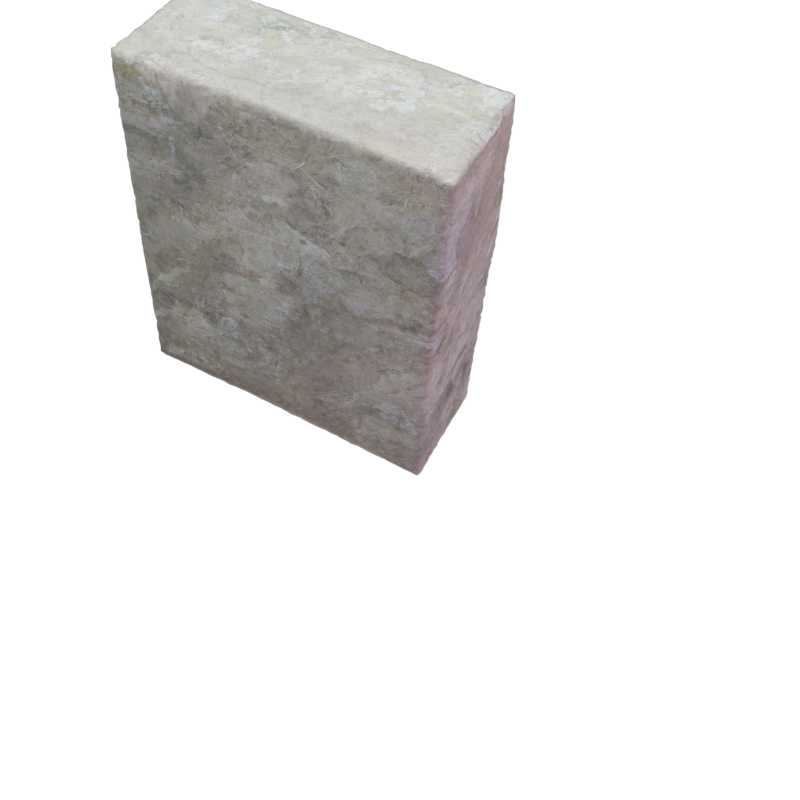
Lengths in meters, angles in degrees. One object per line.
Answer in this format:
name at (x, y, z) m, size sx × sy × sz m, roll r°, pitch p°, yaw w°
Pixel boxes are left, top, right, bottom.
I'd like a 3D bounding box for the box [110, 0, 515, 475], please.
box at (-0.042, -0.076, 0.535) m, size 0.171 × 0.074 × 0.199 m, roll 26°, pitch -36°, yaw 17°
